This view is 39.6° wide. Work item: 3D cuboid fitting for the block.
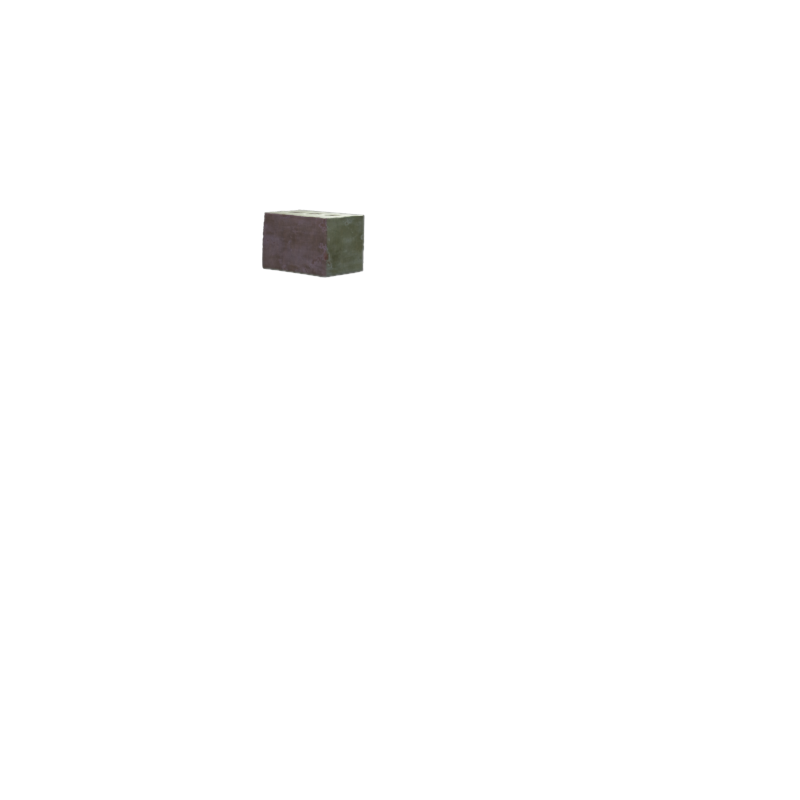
[{"bbox_3d":[-0.076,-0.139,0.973,0.082,0.050,0.051,11,15,40],"label":"block"}]
